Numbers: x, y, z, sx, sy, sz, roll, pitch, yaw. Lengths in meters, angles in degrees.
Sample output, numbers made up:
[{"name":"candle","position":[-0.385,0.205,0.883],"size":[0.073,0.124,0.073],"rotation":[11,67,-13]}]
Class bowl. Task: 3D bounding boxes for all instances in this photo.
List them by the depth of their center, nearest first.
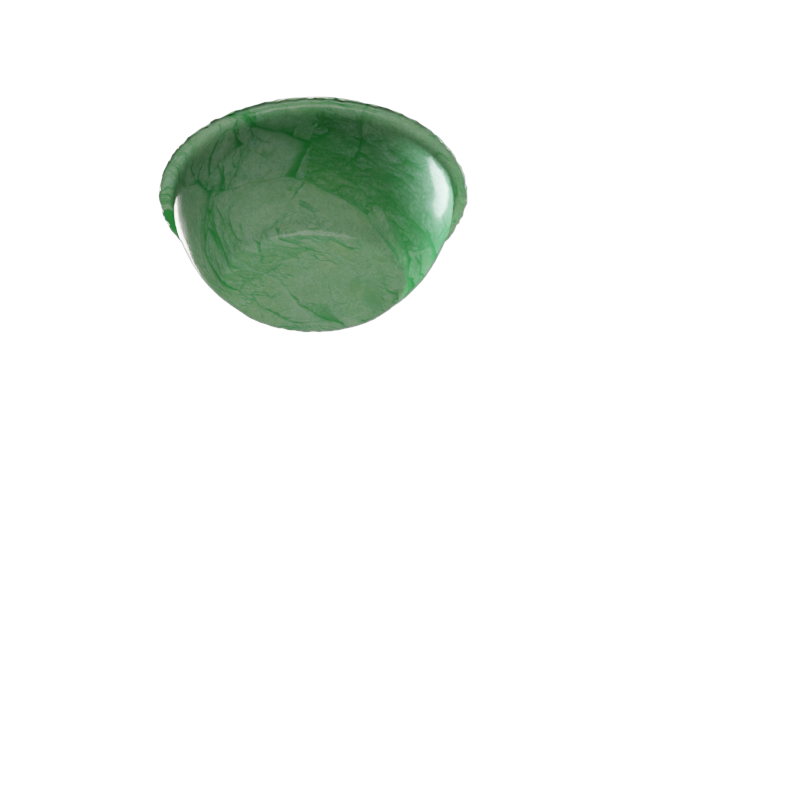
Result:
[{"name":"bowl","position":[-0.045,-0.081,0.570],"size":[0.162,0.059,0.152],"rotation":[1,-30,-2]}]
